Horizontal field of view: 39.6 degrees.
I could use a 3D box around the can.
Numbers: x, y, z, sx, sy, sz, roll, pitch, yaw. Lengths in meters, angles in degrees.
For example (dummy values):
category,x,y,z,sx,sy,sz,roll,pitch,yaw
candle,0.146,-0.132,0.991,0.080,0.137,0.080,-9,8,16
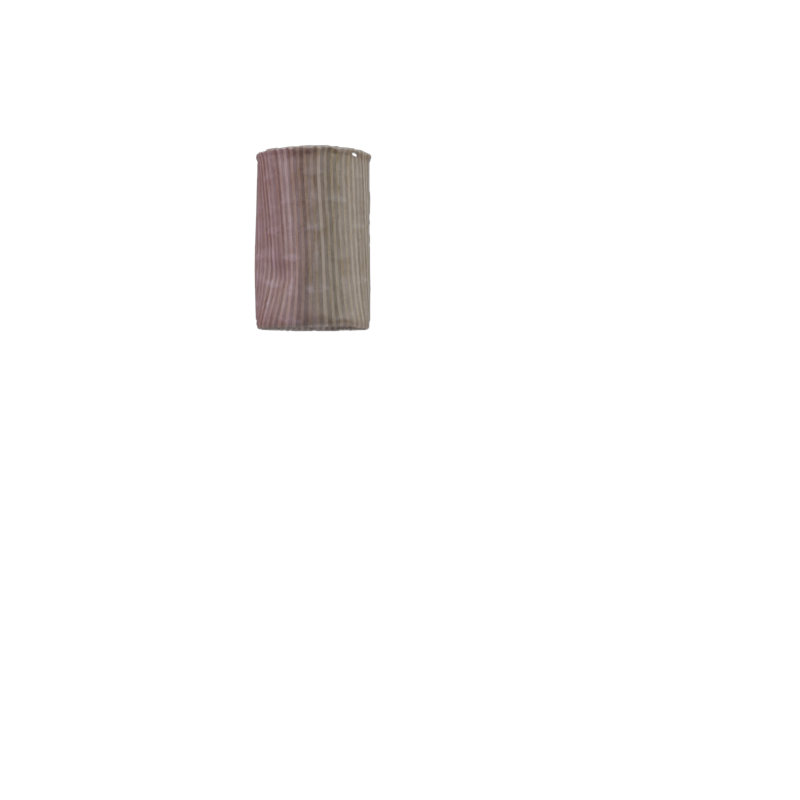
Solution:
category,x,y,z,sx,sy,sz,roll,pitch,yaw
can,-0.051,-0.092,0.646,0.068,0.104,0.068,0,-4,-2
